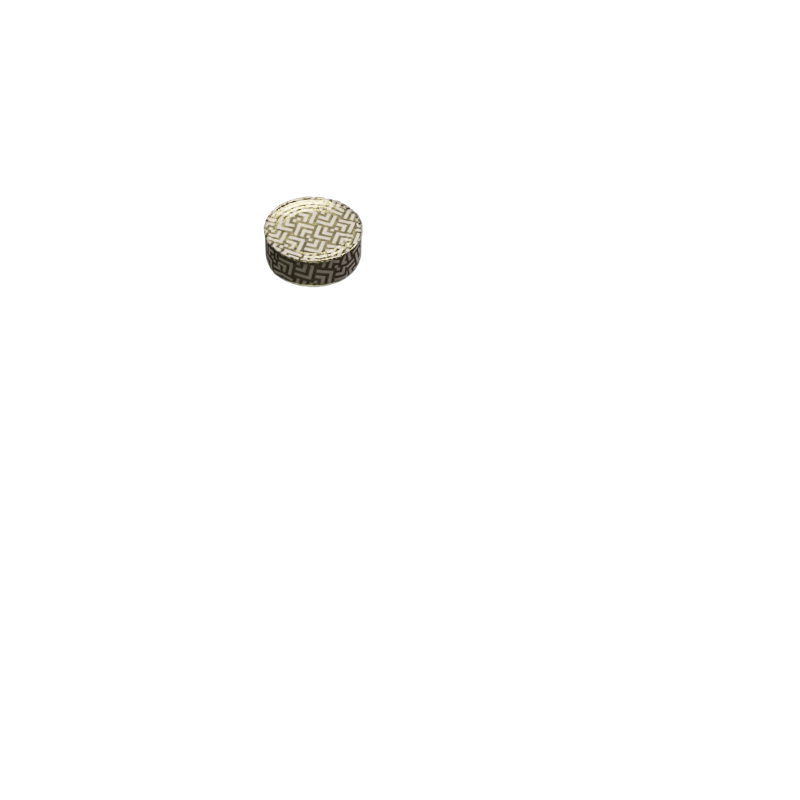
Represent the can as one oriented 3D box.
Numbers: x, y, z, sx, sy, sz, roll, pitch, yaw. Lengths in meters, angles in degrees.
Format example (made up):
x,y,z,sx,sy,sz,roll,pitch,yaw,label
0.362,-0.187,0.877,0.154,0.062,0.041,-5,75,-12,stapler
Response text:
x,y,z,sx,sy,sz,roll,pitch,yaw,label
-0.076,-0.138,0.967,0.086,0.092,0.031,-1,-45,-1,can
